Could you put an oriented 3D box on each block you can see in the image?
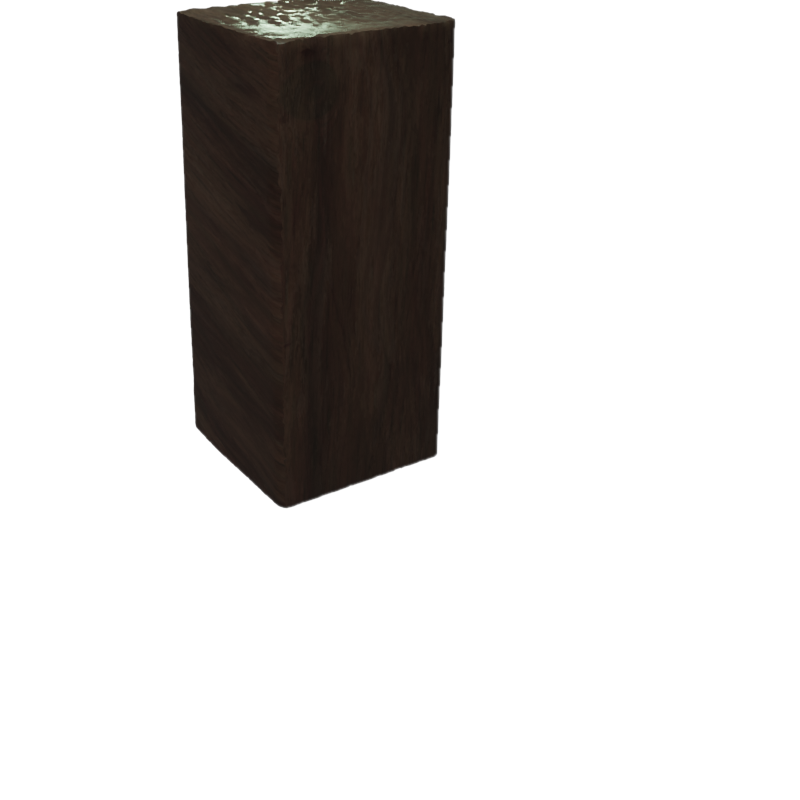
[{"bbox_3d":[-0.039,-0.072,0.503,0.089,0.196,0.096,-13,27,-31],"label":"block"}]
